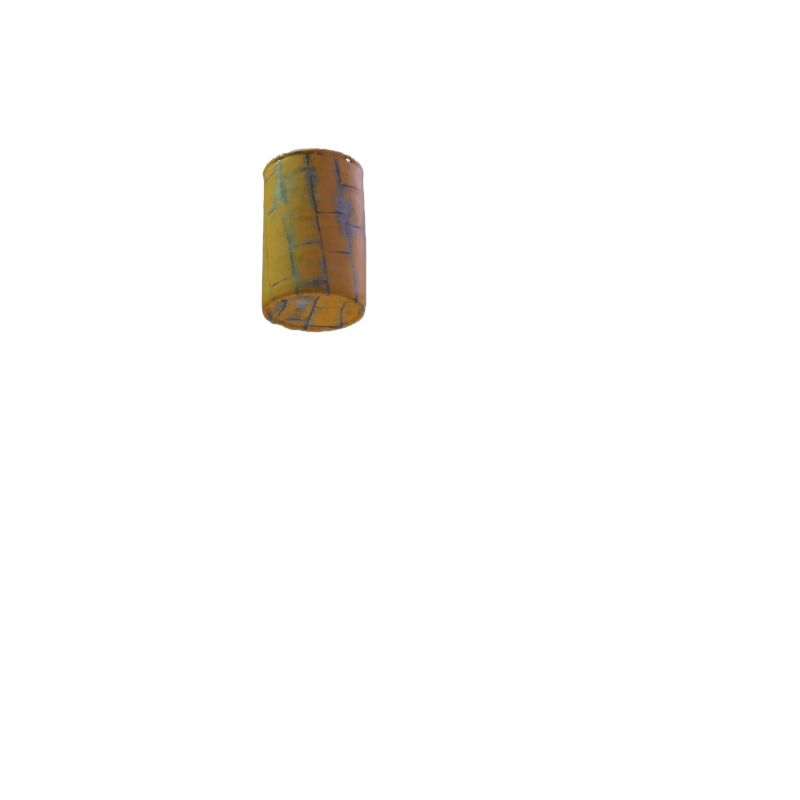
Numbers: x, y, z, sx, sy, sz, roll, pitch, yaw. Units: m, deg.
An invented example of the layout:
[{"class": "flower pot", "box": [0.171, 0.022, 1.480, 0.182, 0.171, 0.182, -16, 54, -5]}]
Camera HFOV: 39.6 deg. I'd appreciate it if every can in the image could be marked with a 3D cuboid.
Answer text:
[{"class": "can", "box": [-0.057, -0.103, 0.723, 0.068, 0.108, 0.065, 0, -23, -2]}]
